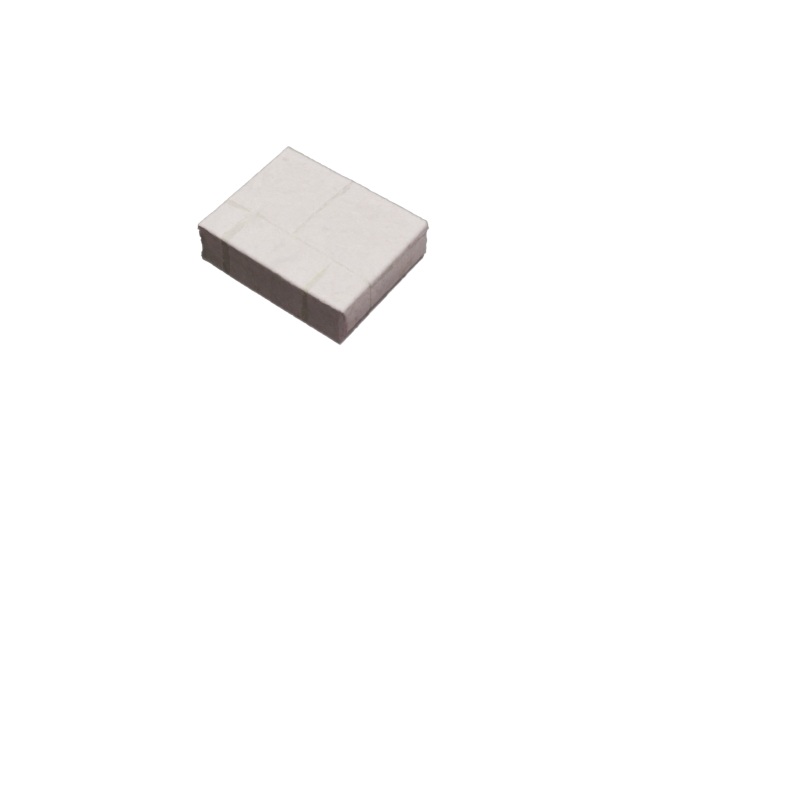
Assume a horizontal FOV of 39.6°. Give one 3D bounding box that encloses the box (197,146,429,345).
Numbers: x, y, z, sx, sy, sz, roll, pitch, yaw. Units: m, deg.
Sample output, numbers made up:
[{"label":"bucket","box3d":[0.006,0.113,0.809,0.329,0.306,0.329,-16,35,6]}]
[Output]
[{"label":"box","box3d":[-0.053,-0.097,0.682,0.119,0.036,0.092,29,55,22]}]
